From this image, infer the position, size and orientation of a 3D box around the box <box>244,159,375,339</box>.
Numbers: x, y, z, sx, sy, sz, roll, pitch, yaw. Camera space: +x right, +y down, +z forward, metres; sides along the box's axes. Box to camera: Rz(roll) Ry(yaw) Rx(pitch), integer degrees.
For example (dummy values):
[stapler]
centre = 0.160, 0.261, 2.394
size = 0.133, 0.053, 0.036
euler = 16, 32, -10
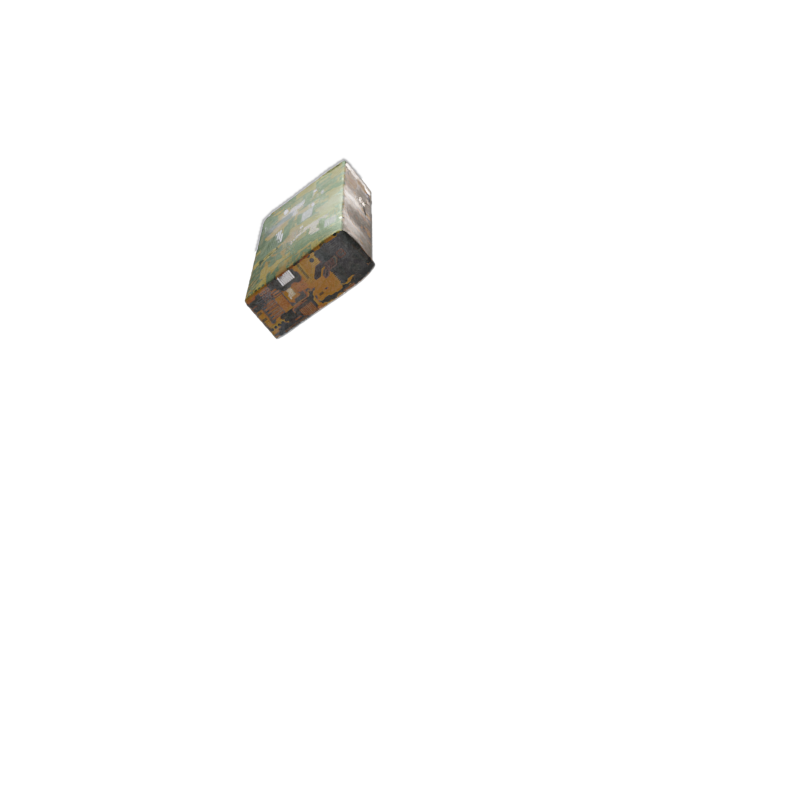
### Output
[box]
centre = -0.068, -0.124, 0.867
size = 0.093, 0.045, 0.186
euler = -34, 25, 14
